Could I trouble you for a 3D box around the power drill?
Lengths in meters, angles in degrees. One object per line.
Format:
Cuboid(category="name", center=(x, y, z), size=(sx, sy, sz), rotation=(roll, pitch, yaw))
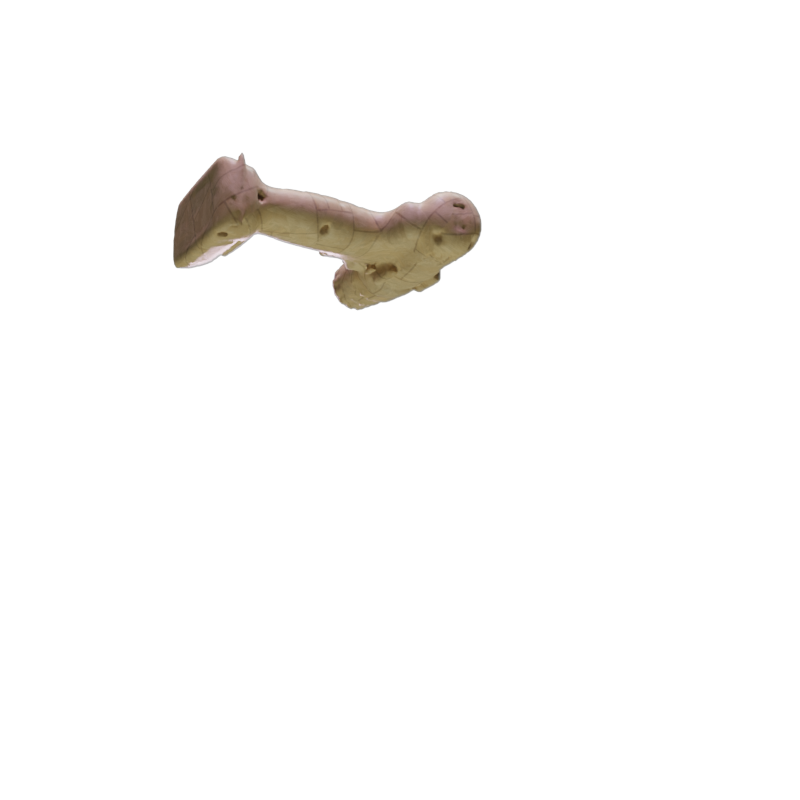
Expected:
Cuboid(category="power drill", center=(-0.062, -0.113, 0.789), size=(0.181, 0.060, 0.183), rotation=(6, -16, -24))
